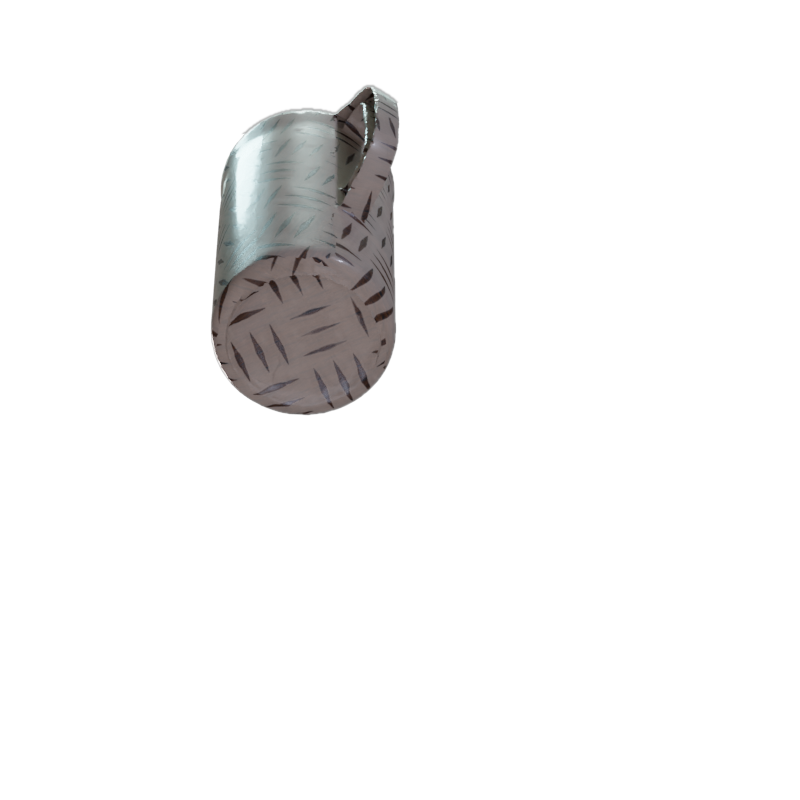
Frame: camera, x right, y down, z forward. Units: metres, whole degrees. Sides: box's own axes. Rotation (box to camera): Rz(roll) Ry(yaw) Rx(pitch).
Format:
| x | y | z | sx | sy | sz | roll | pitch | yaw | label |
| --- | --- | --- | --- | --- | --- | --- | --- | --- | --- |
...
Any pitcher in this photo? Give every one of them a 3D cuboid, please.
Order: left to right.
| x | y | z | sx | sy | sz | roll | pitch | yaw | label |
| --- | --- | --- | --- | --- | --- | --- | --- | --- | --- |
| -0.058 | -0.106 | 0.739 | 0.145 | 0.140 | 0.258 | -11 | 29 | 3 | pitcher |
